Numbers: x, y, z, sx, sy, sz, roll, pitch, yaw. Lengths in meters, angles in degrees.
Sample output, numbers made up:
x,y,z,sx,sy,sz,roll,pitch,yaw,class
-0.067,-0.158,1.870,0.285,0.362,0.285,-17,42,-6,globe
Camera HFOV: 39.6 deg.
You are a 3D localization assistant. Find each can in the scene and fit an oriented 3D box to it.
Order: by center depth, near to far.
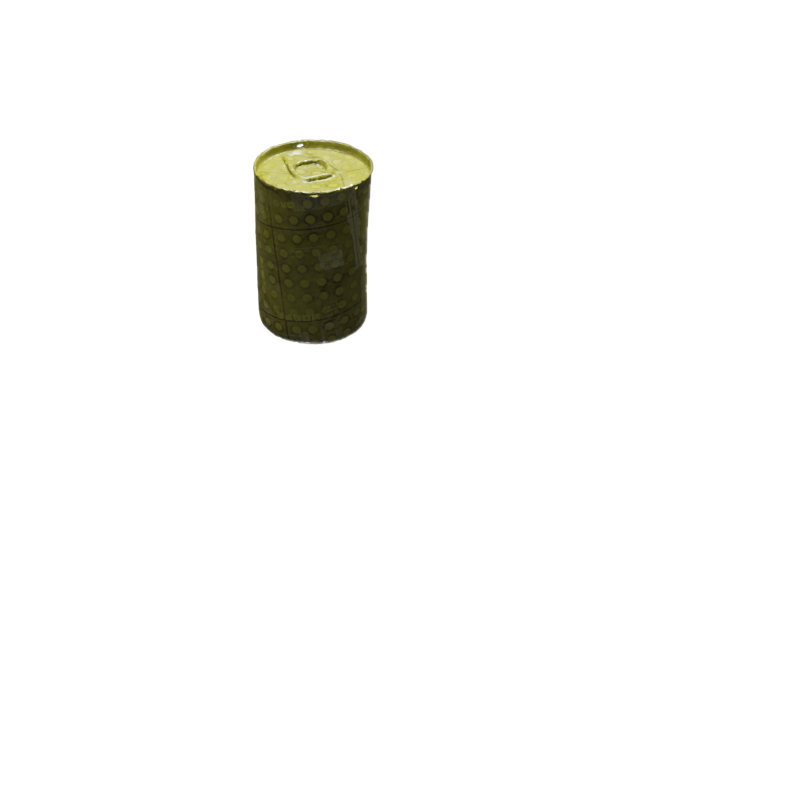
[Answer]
x,y,z,sx,sy,sz,roll,pitch,yaw,class
-0.051,-0.093,0.650,0.068,0.096,0.073,0,34,-3,can
